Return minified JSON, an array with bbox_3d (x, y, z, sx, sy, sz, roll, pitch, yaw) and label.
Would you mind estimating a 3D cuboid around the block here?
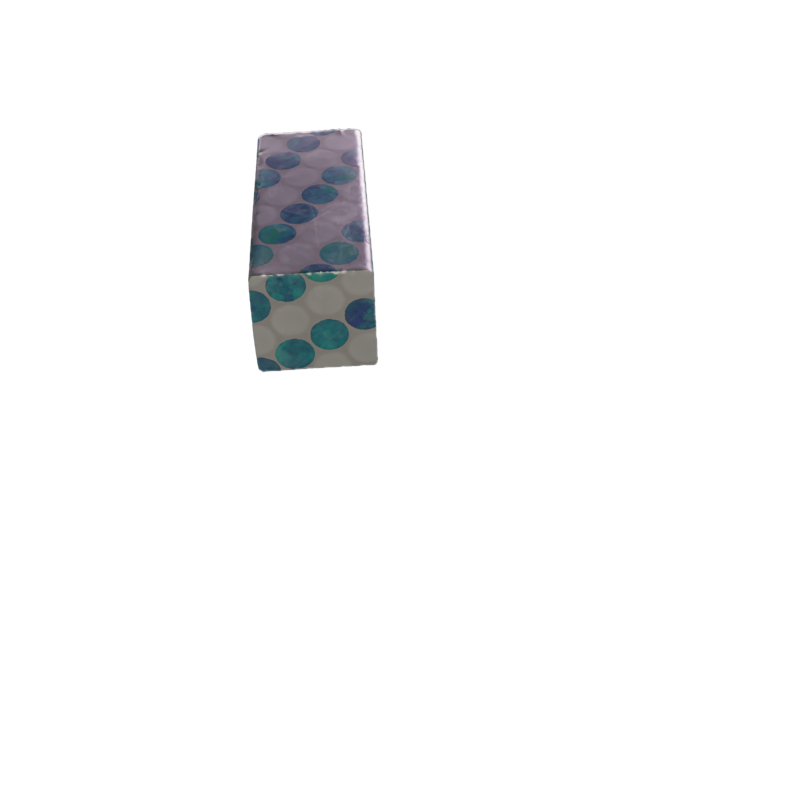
[{"bbox_3d":[-0.069,-0.126,0.879,0.091,0.084,0.221,-4,39,-1],"label":"block"}]
